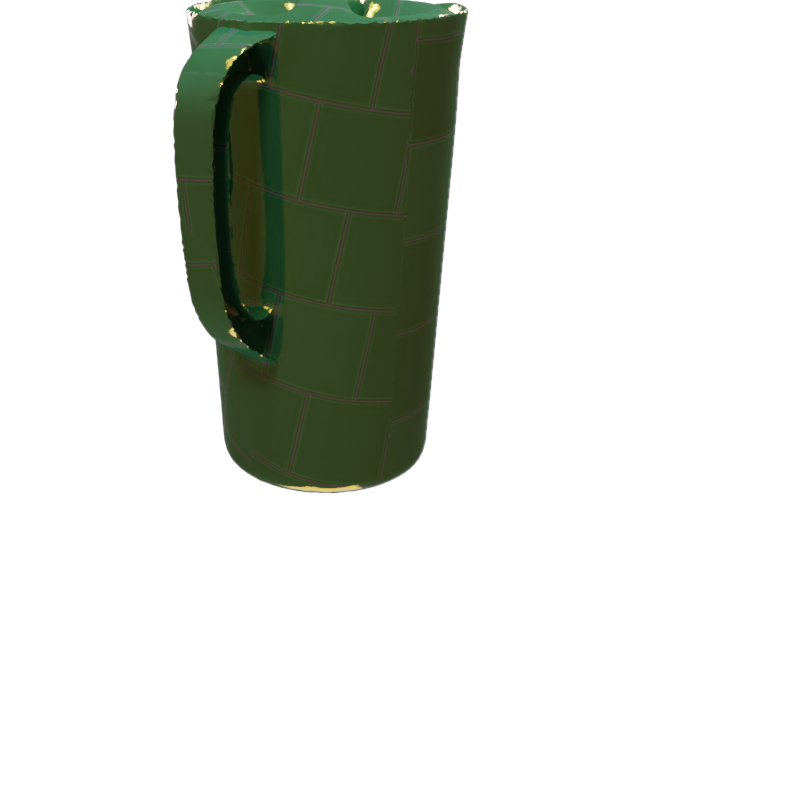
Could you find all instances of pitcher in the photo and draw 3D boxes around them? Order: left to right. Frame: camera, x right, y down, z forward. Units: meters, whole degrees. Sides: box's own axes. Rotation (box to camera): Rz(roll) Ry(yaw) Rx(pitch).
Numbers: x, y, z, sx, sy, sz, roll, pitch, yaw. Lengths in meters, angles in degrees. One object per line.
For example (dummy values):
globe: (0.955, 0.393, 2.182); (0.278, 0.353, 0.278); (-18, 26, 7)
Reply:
pitcher: (-0.043, -0.079, 0.552); (0.147, 0.233, 0.154); (-5, 20, -16)
